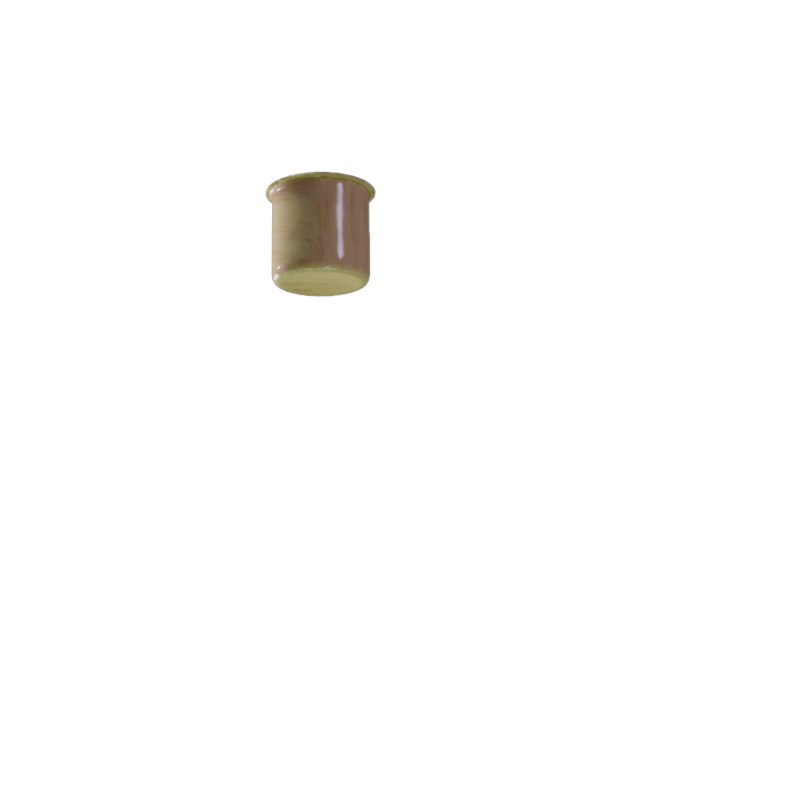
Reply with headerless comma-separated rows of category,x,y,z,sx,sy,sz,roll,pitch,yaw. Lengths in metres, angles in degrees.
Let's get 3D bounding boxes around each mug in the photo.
mug,-0.073,-0.133,0.933,0.089,0.085,0.118,9,-17,-33
